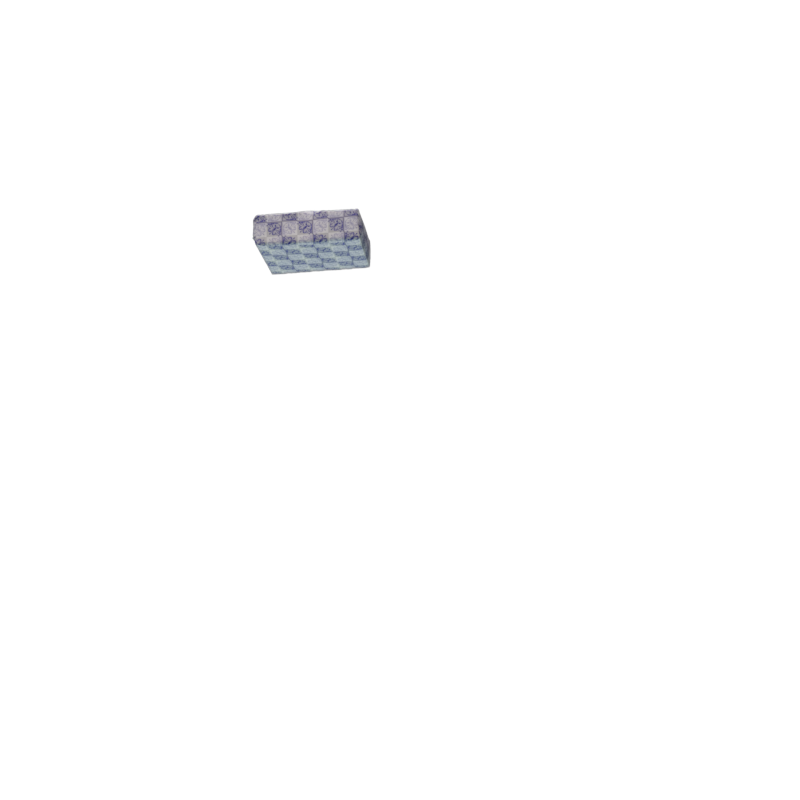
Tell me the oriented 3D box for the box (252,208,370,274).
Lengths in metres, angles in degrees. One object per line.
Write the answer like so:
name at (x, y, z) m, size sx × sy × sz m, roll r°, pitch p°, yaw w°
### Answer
box at (-0.073, -0.133, 0.928) m, size 0.090 × 0.031 × 0.069 m, roll -2°, pitch -15°, yaw 8°
